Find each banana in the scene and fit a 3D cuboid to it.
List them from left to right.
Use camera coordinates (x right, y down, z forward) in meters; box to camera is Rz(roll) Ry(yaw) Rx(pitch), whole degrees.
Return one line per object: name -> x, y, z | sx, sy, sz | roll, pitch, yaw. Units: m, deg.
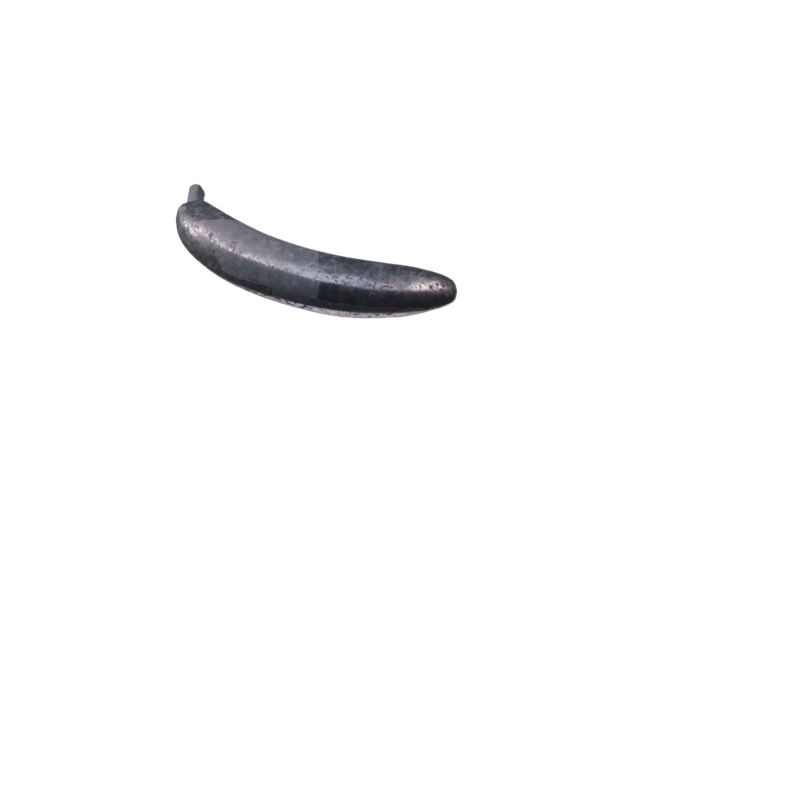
banana -> -0.066, -0.087, 0.679 | 0.206, 0.034, 0.072 | 24, 52, 20
